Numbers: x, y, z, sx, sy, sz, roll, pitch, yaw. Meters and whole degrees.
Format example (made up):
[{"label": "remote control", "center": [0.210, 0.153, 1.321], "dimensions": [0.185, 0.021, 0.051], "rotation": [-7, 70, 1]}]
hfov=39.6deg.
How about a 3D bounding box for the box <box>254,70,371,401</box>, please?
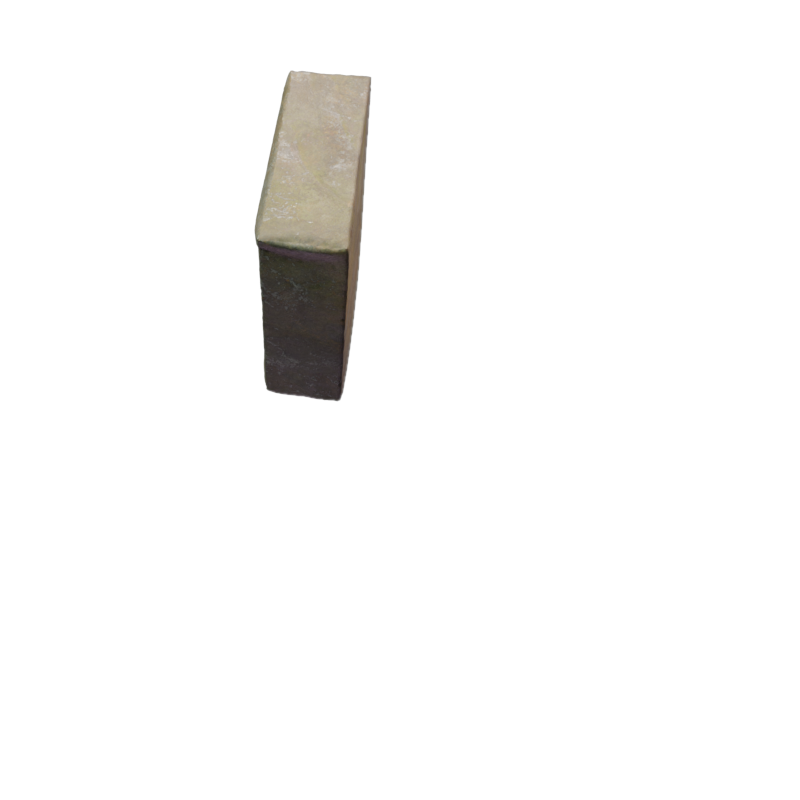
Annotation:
[{"label": "box", "center": [-0.068, -0.123, 0.863], "dimensions": [0.072, 0.174, 0.200], "rotation": [6, -32, -1]}]
